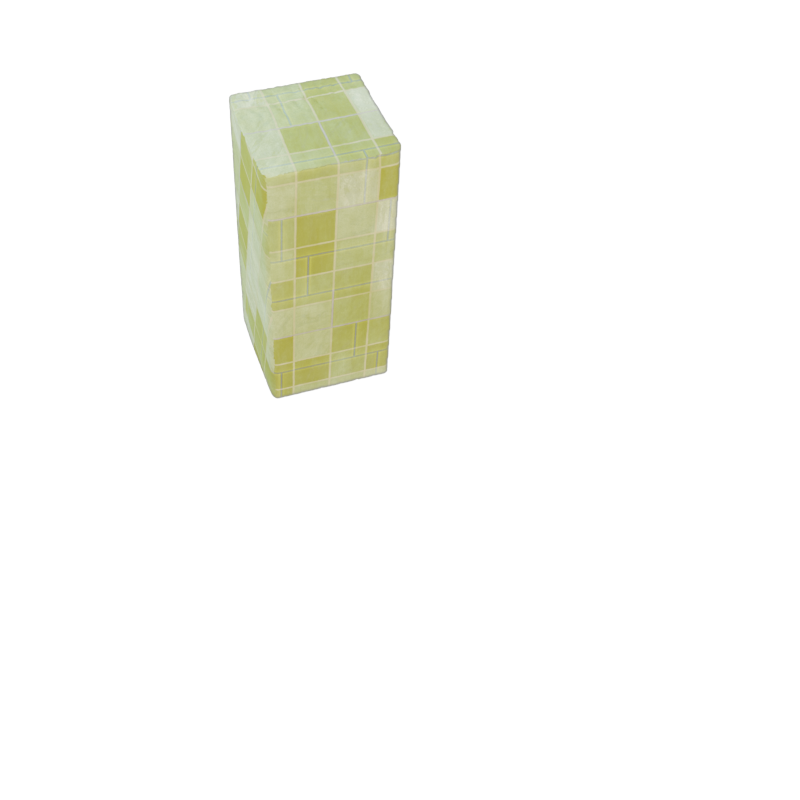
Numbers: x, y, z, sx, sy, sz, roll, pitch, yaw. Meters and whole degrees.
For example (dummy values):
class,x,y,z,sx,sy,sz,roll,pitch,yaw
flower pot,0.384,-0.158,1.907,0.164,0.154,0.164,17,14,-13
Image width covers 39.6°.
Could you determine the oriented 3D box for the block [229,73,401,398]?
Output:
class,x,y,z,sx,sy,sz,roll,pitch,yaw
block,-0.060,-0.108,0.760,0.090,0.098,0.192,-12,-41,-15
